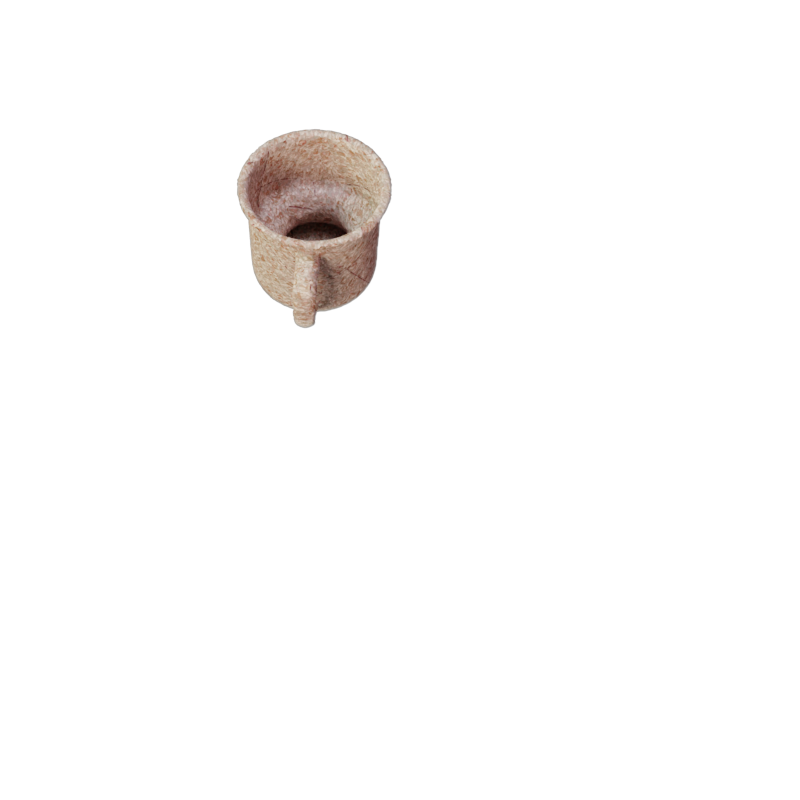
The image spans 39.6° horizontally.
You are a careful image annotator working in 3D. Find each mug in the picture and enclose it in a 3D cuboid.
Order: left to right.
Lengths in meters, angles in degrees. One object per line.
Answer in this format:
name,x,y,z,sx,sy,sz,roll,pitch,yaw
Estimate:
mug,-0.054,-0.098,0.689,0.093,0.125,0.076,1,-34,-1
